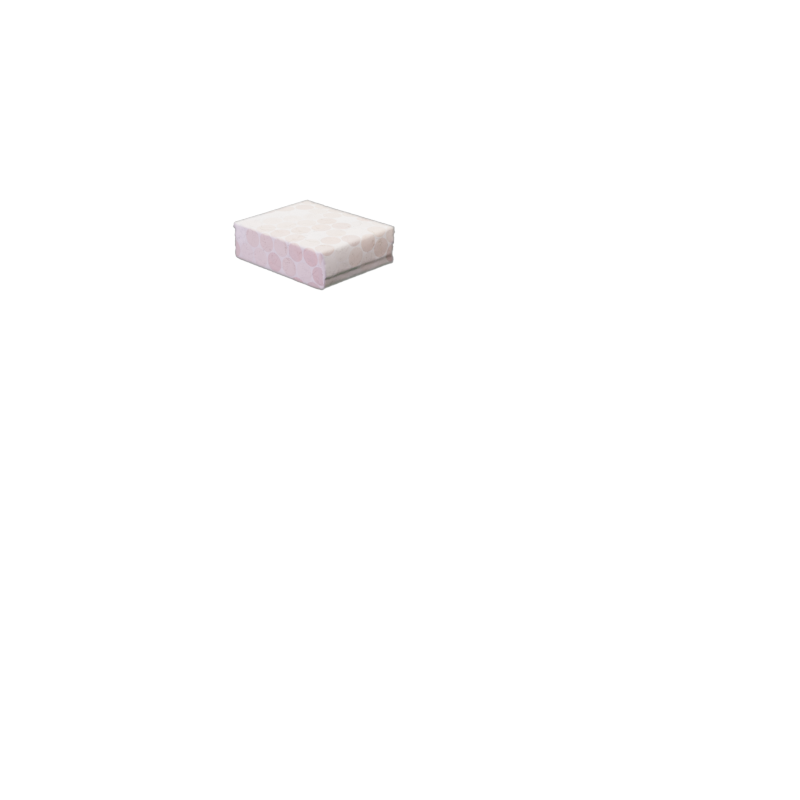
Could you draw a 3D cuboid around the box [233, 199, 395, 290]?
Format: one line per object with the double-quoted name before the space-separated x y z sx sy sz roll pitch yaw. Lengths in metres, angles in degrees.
"box" -0.075 -0.137 0.959 0.121 0.037 0.089 25 37 38
